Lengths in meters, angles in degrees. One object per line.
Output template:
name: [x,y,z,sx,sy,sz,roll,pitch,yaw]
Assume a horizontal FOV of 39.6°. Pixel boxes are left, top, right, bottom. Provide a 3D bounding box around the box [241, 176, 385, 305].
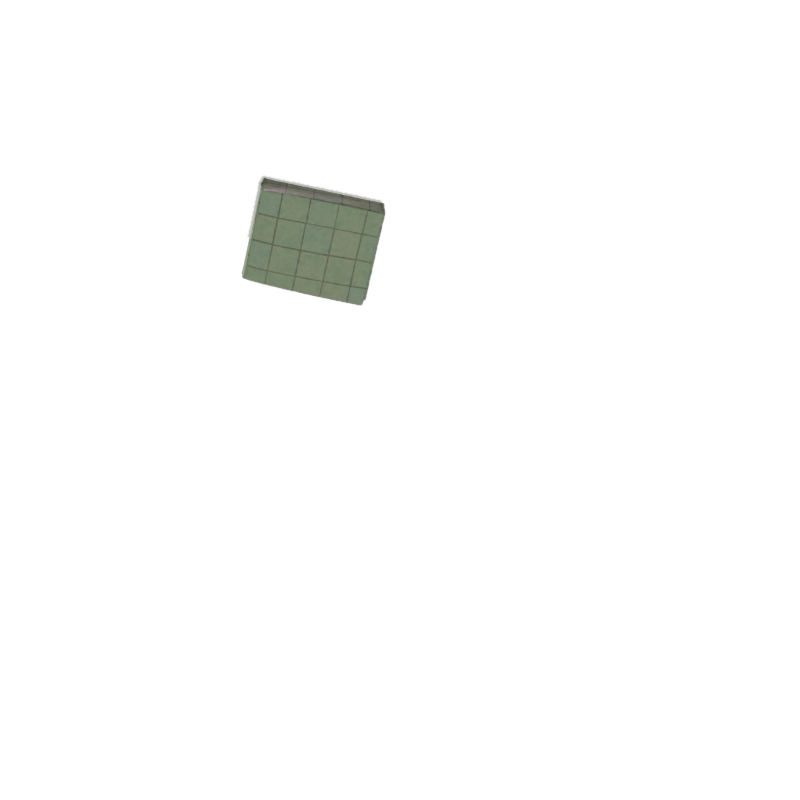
box: [-0.077,-0.140,0.979,0.112,0.087,0.041,12,20,-5]
